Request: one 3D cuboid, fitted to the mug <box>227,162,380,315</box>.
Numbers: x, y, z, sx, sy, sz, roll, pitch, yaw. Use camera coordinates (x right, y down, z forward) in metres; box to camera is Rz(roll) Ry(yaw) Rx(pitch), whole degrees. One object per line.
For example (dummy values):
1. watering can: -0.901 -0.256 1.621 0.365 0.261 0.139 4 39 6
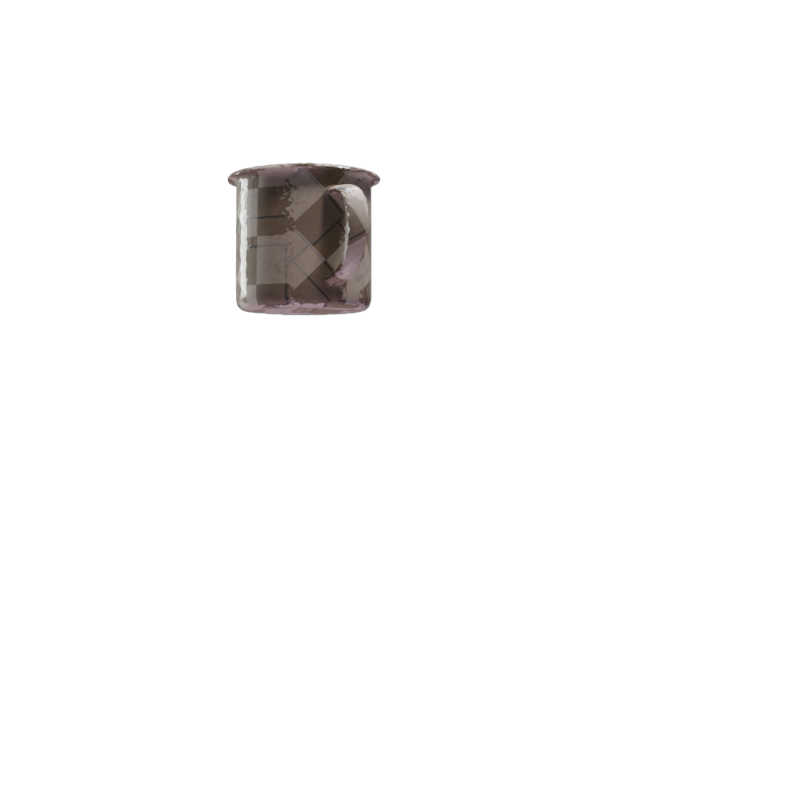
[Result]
1. mug: -0.052 -0.094 0.658 0.090 0.083 0.120 2 -3 -32
